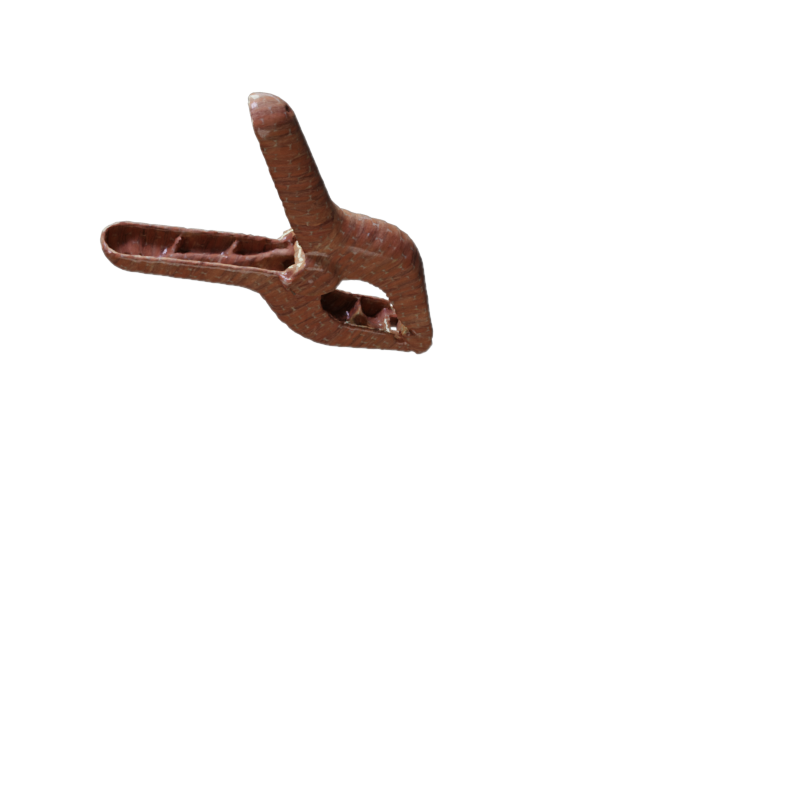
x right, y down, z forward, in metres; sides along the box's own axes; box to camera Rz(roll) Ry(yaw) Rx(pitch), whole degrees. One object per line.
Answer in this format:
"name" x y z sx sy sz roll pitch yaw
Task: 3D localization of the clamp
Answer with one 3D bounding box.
"clamp" -0.041 -0.075 0.524 0.163 0.042 0.118 21 -39 -29
